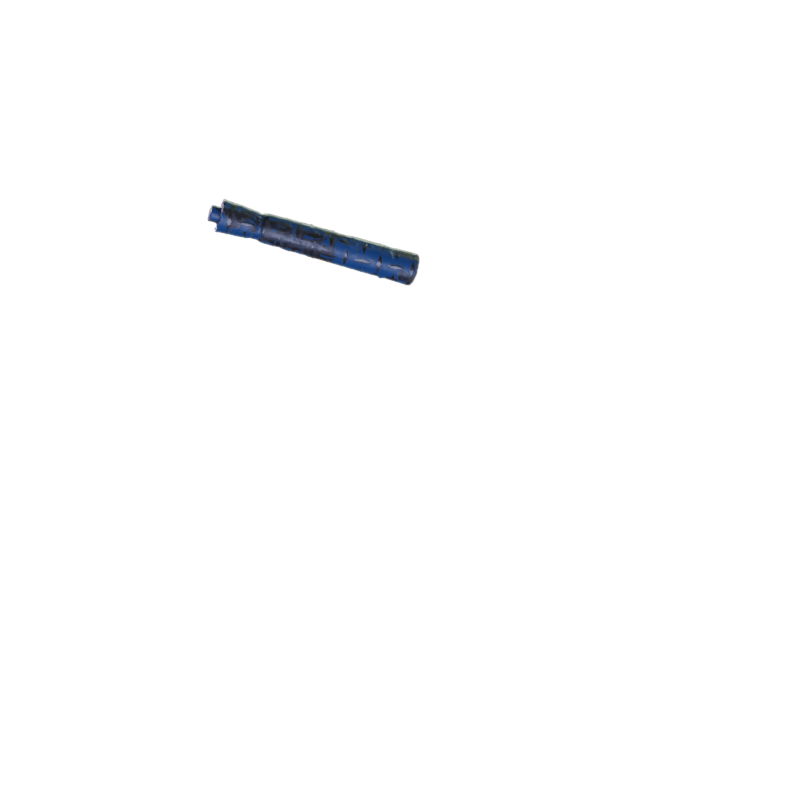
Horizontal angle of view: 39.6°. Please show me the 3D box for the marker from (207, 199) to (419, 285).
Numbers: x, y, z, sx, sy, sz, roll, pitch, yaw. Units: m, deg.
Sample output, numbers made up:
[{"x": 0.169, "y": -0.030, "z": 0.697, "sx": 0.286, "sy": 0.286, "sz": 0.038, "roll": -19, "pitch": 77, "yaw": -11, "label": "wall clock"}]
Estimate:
[{"x": -0.049, "y": -0.089, "z": 0.622, "sx": 0.119, "sy": 0.020, "sz": 0.020, "roll": 14, "pitch": 1, "yaw": -10, "label": "marker"}]
